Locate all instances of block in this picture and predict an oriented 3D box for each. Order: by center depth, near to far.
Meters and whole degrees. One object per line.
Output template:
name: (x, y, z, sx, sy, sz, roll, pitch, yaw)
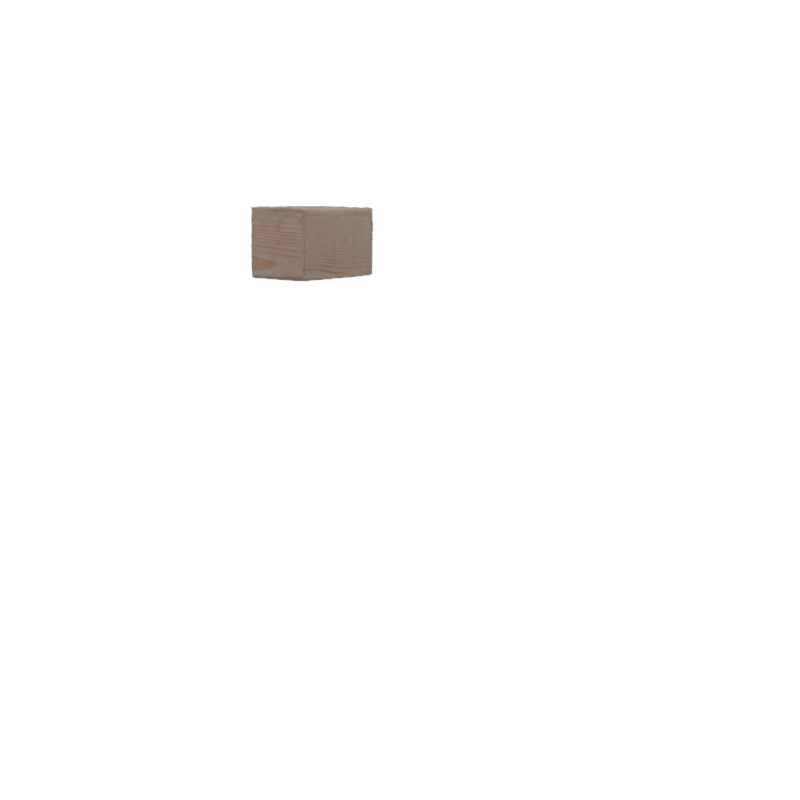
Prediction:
block: (-0.063, -0.114, 0.801, 0.055, 0.051, 0.076, 5, 10, 38)
